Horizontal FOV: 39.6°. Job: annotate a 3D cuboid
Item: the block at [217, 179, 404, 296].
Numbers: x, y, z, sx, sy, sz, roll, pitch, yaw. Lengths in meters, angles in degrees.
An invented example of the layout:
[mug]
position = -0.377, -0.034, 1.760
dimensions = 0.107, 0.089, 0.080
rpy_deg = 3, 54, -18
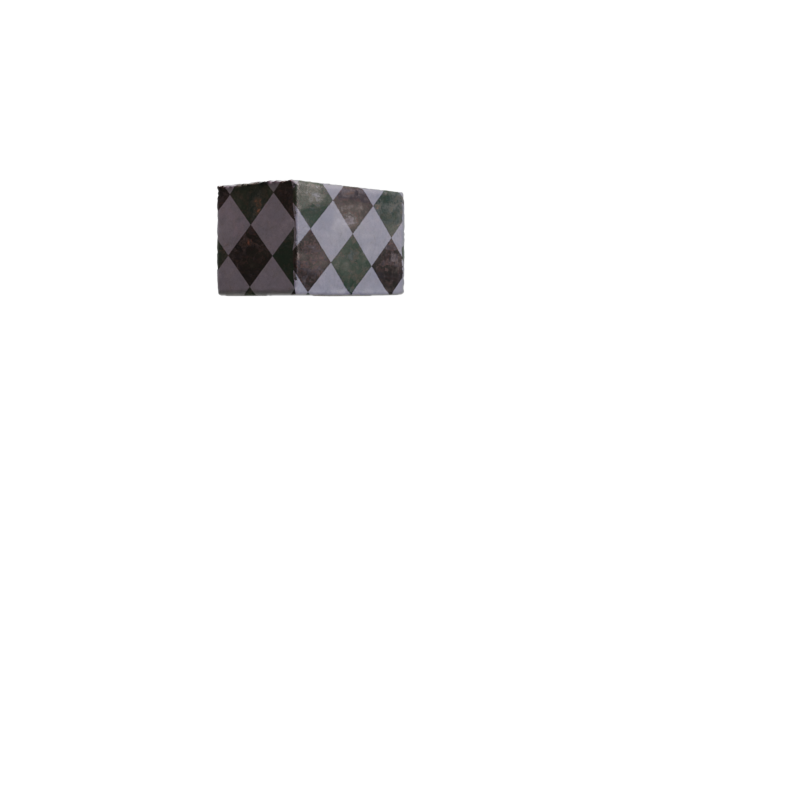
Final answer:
[block]
position = -0.041, -0.075, 0.522
dimensions = 0.055, 0.051, 0.075
rpy_deg = 1, 3, 40
